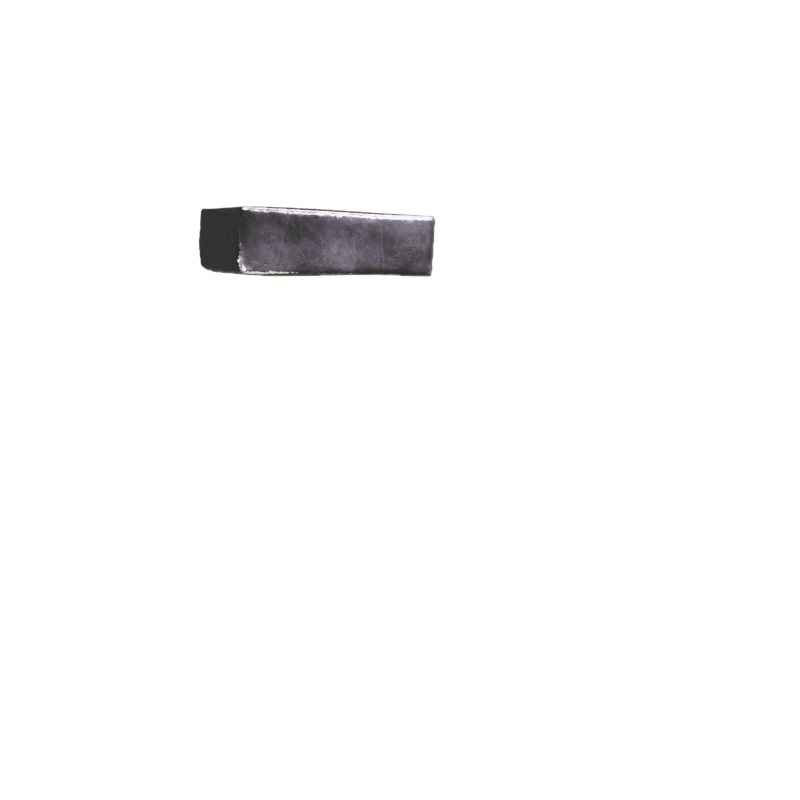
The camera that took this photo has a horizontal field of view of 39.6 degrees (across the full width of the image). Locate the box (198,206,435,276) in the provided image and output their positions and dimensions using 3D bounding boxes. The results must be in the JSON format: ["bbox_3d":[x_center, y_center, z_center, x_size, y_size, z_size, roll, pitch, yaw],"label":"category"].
[{"bbox_3d":[-0.049,-0.089,0.626,0.111,0.039,0.093,-3,7,-21],"label":"box"}]
